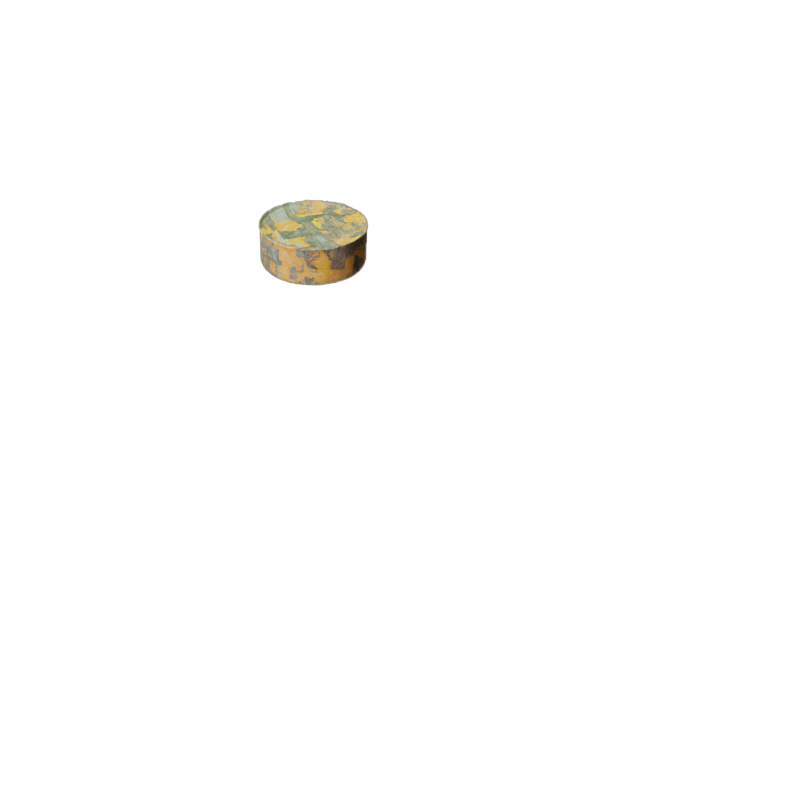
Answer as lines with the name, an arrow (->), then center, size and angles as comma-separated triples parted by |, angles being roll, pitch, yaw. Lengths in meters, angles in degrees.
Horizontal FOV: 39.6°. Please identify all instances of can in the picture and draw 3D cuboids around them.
can -> -0.068, -0.125, 0.873 | 0.086, 0.032, 0.091 | -1, 33, -2
